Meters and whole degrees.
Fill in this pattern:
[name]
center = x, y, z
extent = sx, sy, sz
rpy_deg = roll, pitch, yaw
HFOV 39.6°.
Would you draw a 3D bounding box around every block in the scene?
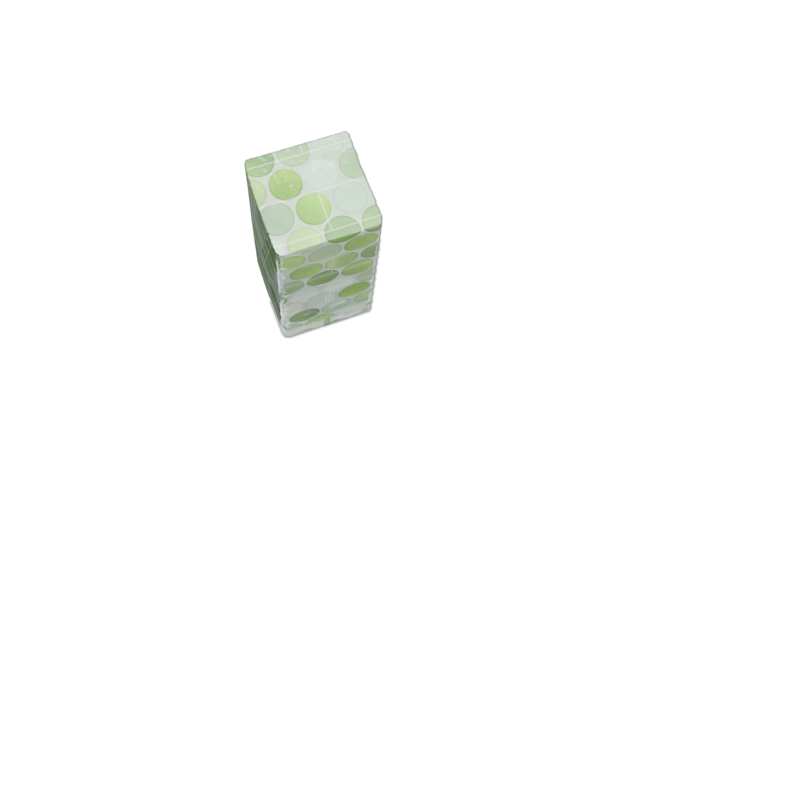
[block]
center = -0.076, -0.137, 0.966
extent = 0.090, 0.095, 0.197
rpy_deg = -18, -15, -9
